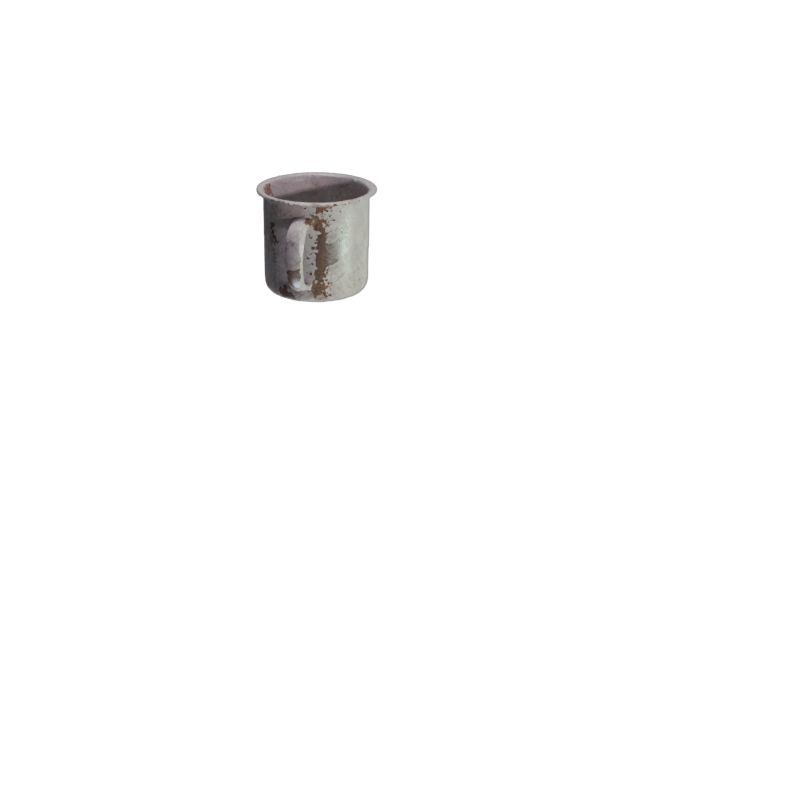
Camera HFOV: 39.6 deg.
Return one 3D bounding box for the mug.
[{"bbox_3d":[-0.067,-0.122,0.852,0.094,0.078,0.121,4,24,8],"label":"mug"}]
